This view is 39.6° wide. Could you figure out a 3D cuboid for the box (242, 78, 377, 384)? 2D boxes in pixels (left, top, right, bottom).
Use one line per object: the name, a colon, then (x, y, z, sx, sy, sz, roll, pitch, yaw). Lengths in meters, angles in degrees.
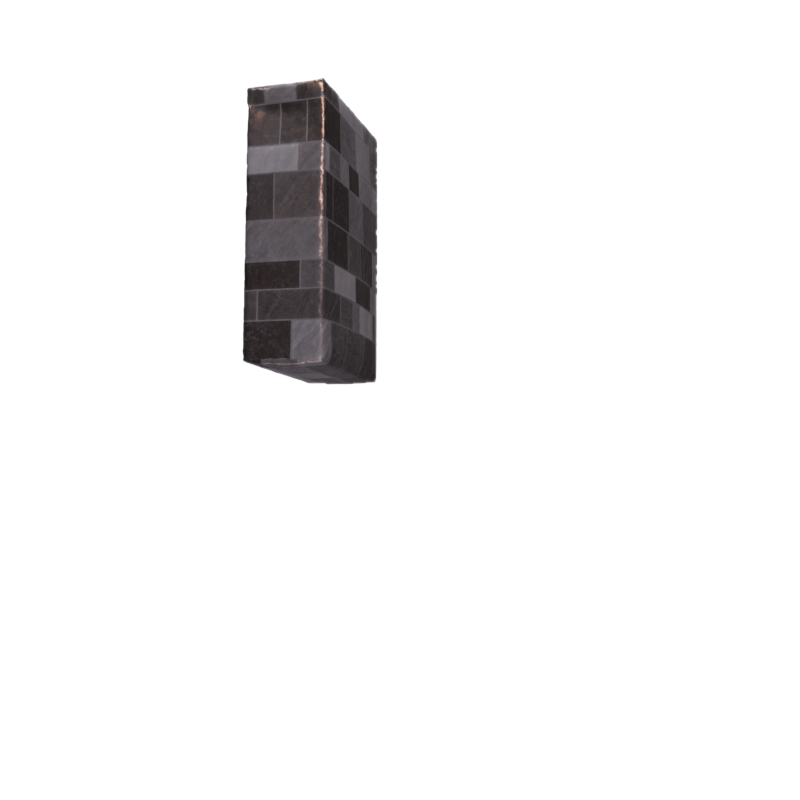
box: (-0.069, -0.126, 0.881, 0.073, 0.220, 0.157, -3, -9, 13)
